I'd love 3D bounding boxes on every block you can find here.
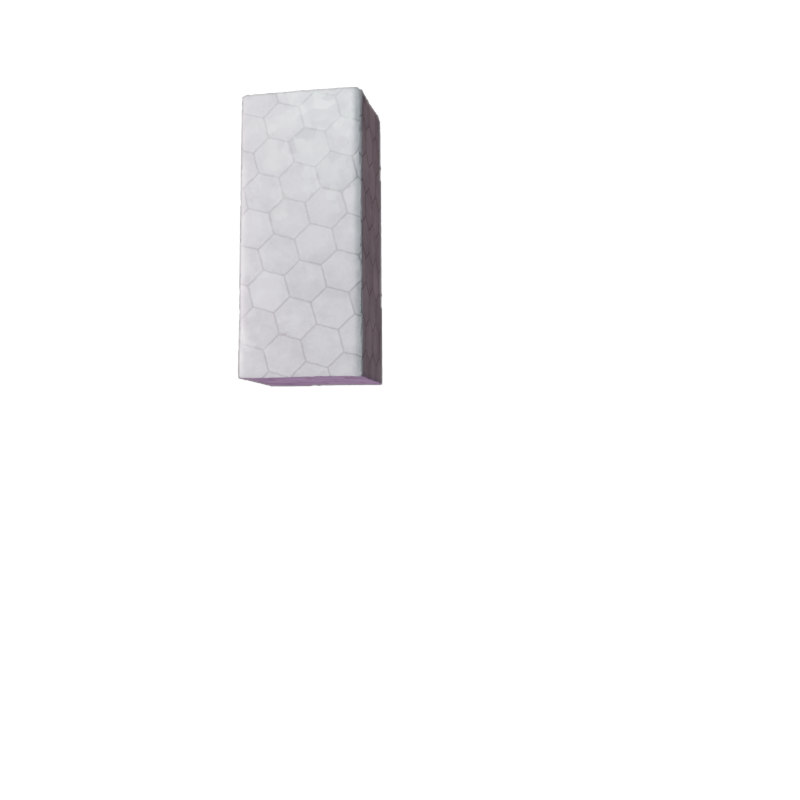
[{"bbox_3d":[-0.064,-0.117,0.820,0.091,0.212,0.087,-3,-10,11],"label":"block"}]
